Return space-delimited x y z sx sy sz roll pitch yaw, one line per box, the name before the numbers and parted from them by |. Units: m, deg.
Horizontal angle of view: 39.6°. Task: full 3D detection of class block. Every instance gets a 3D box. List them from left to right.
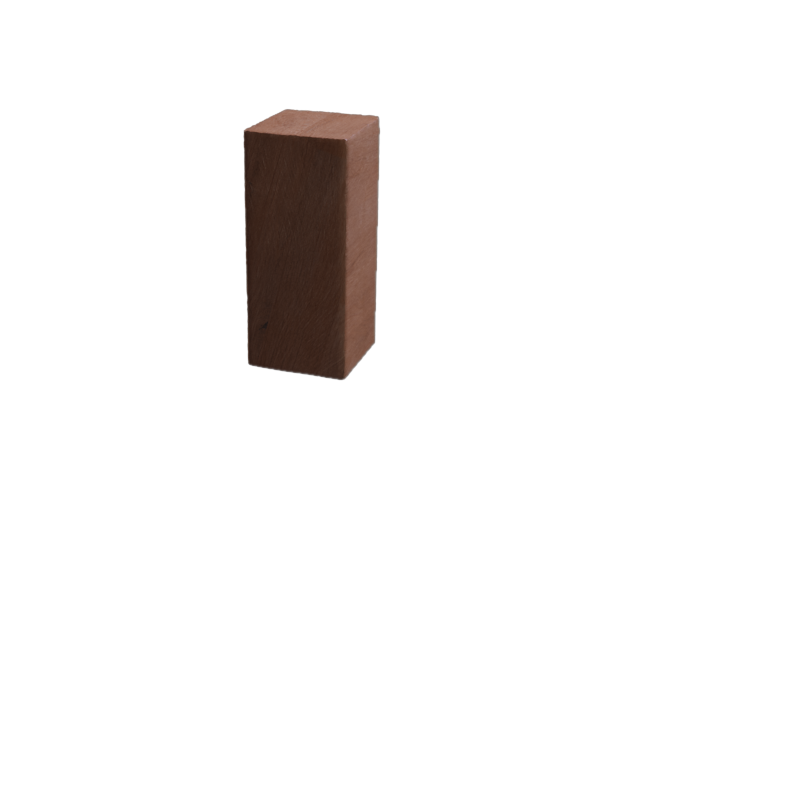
block | -0.073 -0.134 0.938 0.093 0.197 0.092 8 21 17
